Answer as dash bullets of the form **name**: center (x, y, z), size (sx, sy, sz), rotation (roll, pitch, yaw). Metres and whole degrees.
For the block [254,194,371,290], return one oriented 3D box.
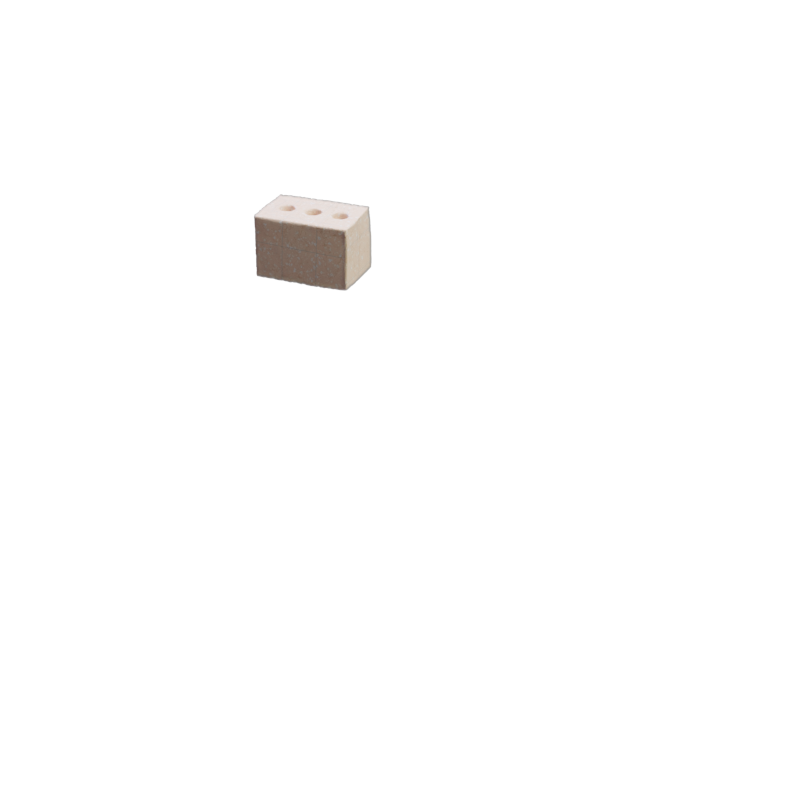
- **block**: center (-0.067, -0.122, 0.851), size (0.080, 0.049, 0.054), rotation (10, 28, 18)
